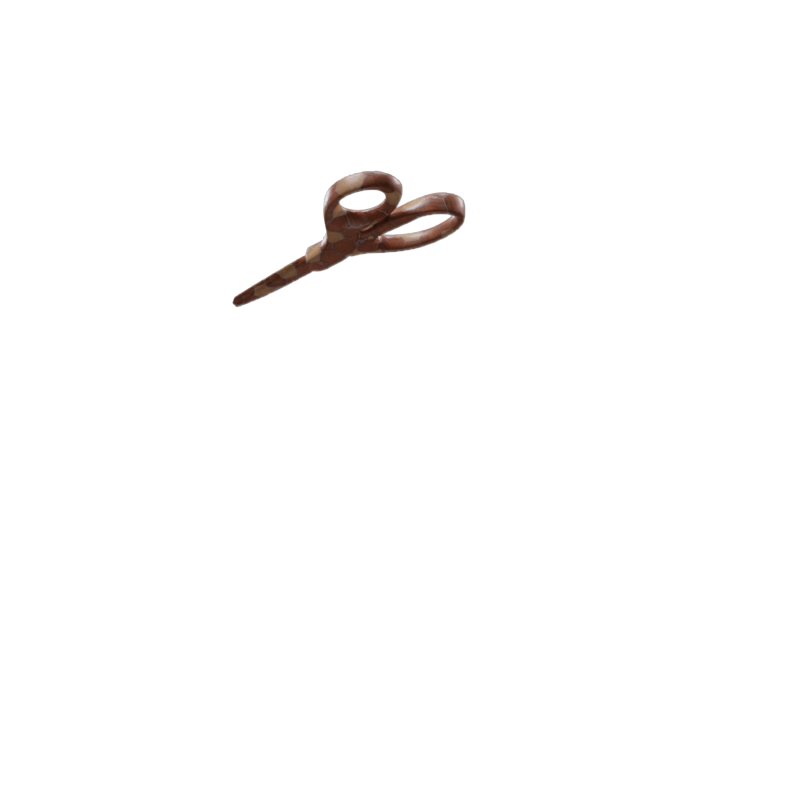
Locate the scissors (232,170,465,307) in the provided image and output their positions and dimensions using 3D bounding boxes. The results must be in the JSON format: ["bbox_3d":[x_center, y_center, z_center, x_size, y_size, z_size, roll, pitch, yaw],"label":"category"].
[{"bbox_3d":[-0.056,-0.102,0.717,0.205,0.017,0.089,-13,-26,29],"label":"scissors"}]
